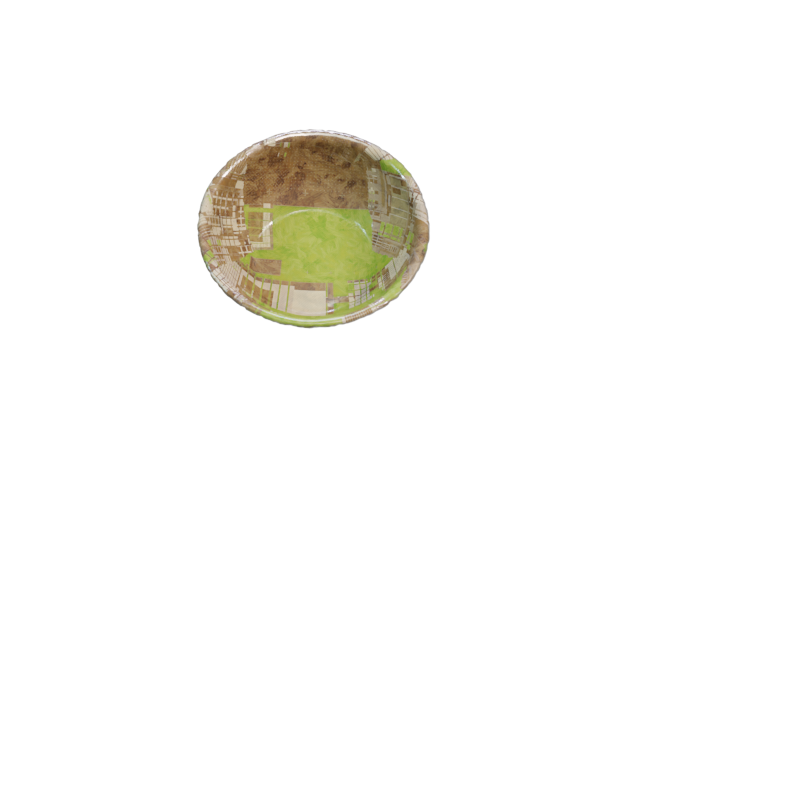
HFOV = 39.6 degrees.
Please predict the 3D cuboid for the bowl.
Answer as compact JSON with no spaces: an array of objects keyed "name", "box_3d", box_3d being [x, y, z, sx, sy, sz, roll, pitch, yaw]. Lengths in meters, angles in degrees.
[{"name":"bowl","box_3d":[-0.062,-0.113,0.791,0.162,0.172,0.052,-1,-29,-1]}]
